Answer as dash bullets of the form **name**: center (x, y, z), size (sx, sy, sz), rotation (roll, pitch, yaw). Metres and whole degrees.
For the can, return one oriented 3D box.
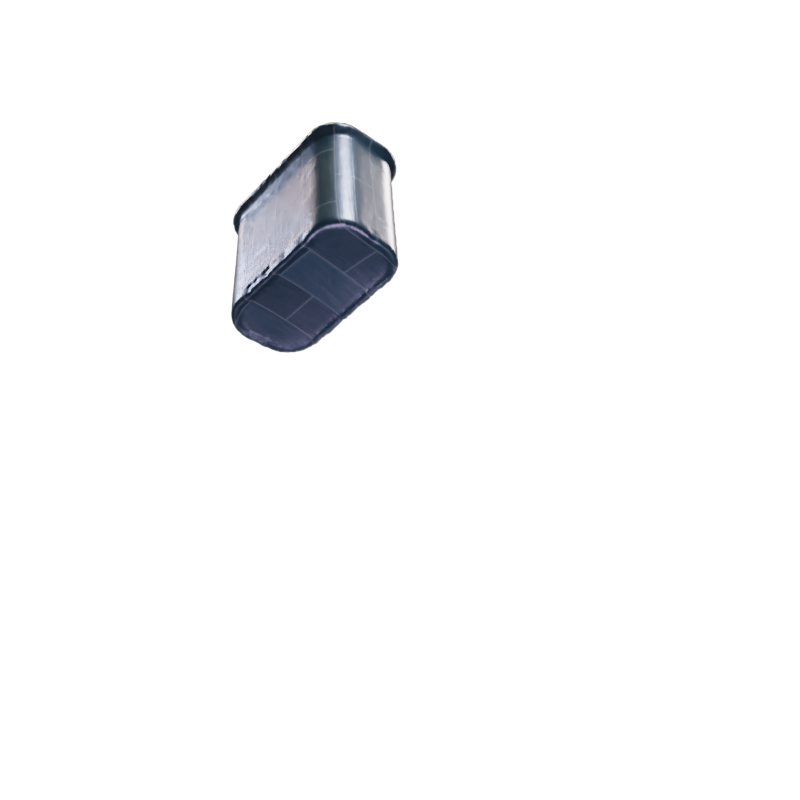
- **can**: center (-0.047, -0.086, 0.600), size (0.054, 0.090, 0.100), rotation (31, -54, -29)
